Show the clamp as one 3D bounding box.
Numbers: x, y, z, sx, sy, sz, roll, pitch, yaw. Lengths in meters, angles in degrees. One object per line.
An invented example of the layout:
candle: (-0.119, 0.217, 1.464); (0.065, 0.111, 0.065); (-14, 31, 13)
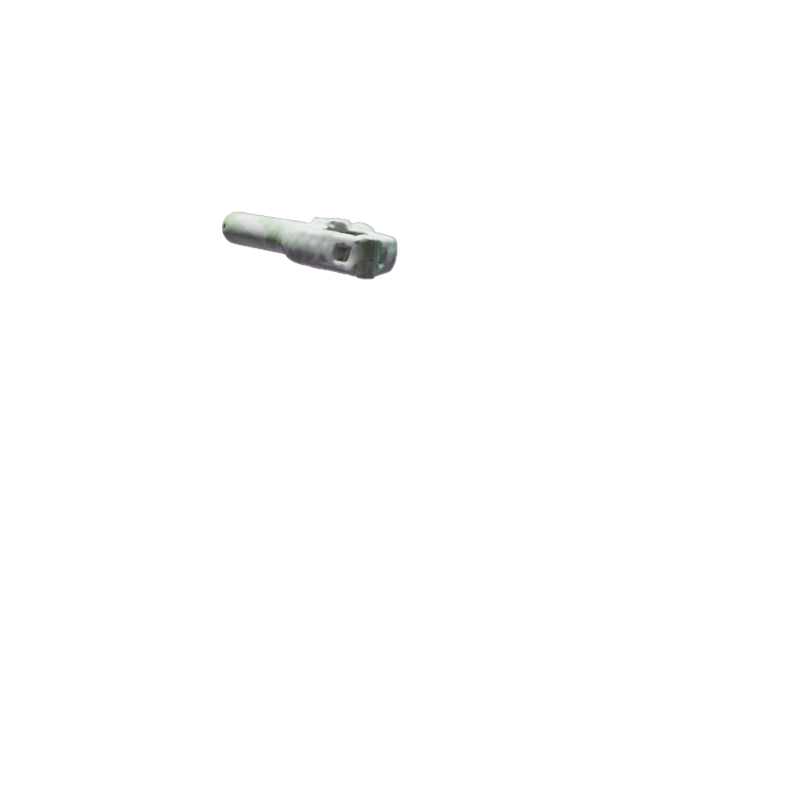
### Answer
clamp: (-0.061, -0.112, 0.781); (0.118, 0.038, 0.177); (-2, 11, -12)
